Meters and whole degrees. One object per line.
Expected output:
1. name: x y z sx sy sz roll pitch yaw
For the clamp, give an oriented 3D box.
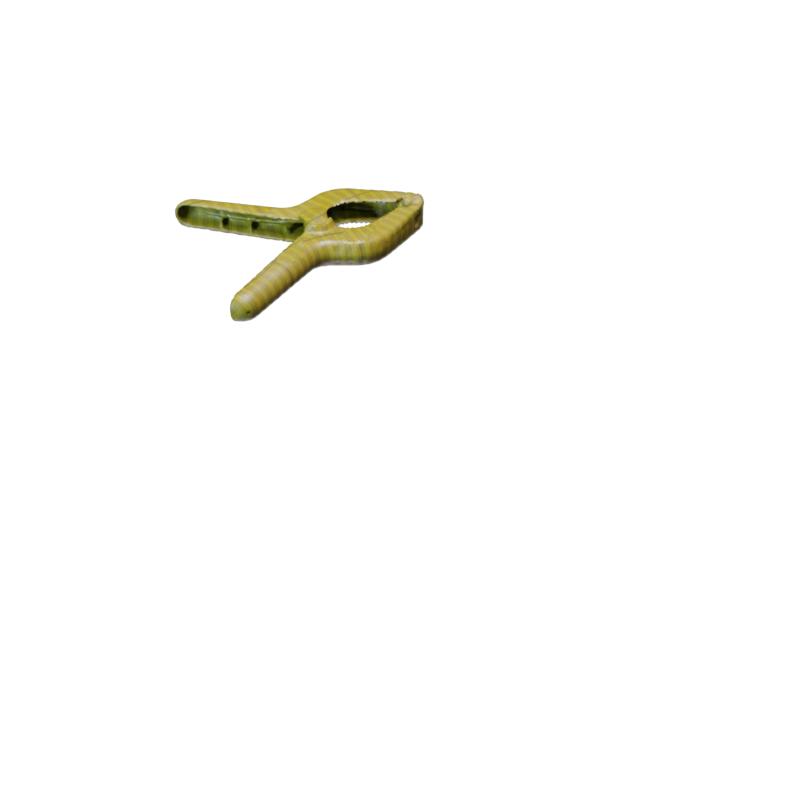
1. clamp: -0.073 -0.133 0.932 0.207 0.034 0.178 -11 41 -13
